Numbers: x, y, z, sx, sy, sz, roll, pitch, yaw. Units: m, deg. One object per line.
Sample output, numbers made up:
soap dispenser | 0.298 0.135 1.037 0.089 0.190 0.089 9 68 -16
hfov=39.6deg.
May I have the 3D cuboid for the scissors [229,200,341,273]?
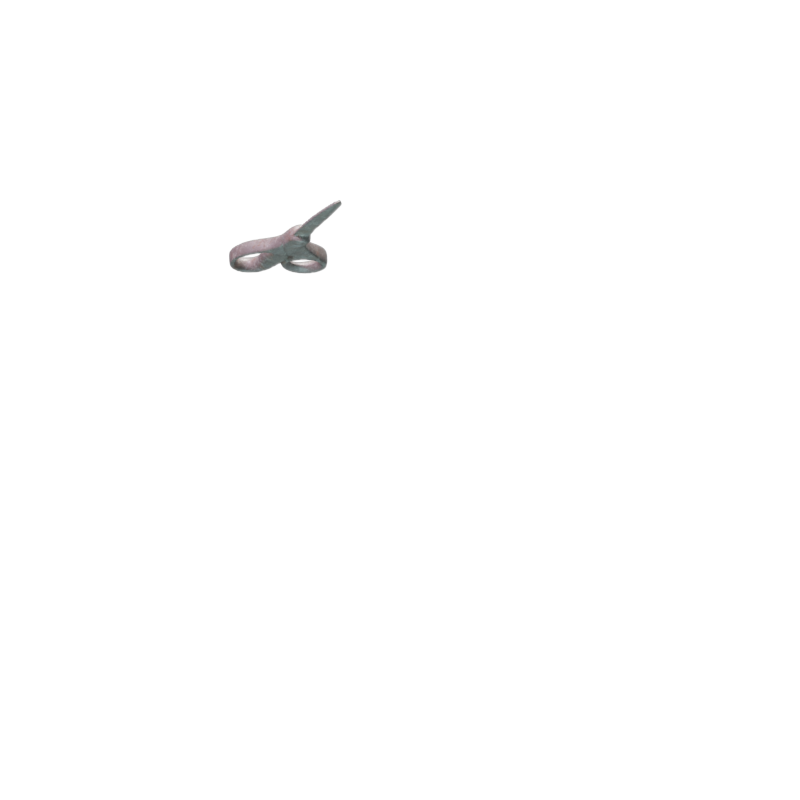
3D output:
scissors | -0.074 -0.135 0.944 0.092 0.016 0.205 6 -10 -37
